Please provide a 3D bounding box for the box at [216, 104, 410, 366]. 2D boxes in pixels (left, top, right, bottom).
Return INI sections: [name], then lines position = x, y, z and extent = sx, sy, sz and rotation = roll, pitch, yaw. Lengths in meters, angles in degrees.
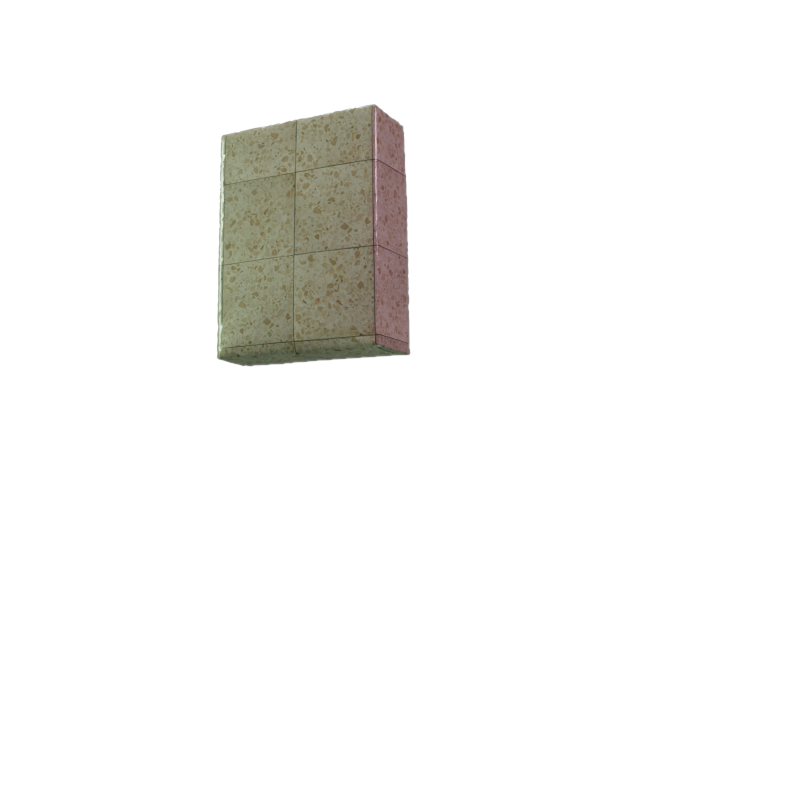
[box]
position = -0.078, -0.142, 0.998
extent = 0.168, 0.221, 0.068
rotation = -7, -15, 26
